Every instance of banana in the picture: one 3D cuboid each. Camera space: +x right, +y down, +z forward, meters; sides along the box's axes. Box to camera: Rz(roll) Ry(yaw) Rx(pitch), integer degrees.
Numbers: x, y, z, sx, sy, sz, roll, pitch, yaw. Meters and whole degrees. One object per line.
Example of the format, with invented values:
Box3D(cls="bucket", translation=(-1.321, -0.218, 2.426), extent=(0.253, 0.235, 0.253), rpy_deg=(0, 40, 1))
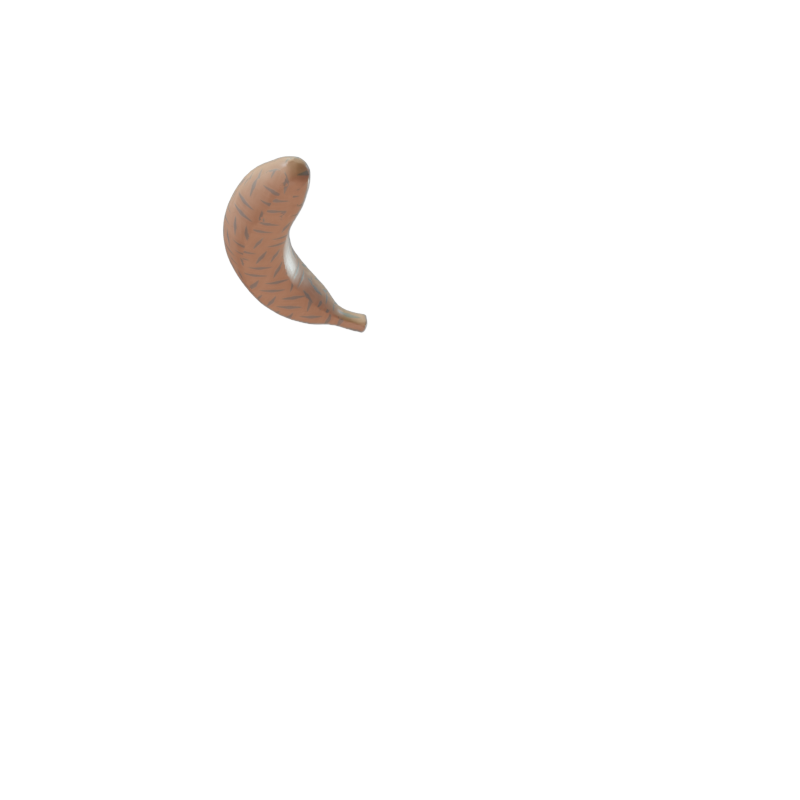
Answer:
Box3D(cls="banana", translation=(-0.067, -0.088, 0.641), extent=(0.070, 0.039, 0.186), rpy_deg=(-4, -20, 8))
